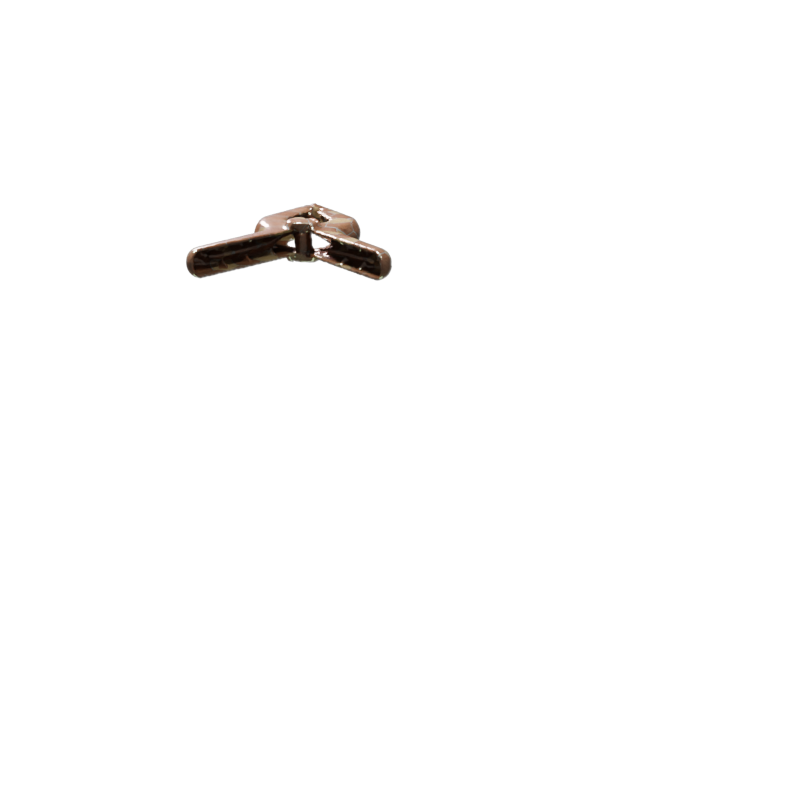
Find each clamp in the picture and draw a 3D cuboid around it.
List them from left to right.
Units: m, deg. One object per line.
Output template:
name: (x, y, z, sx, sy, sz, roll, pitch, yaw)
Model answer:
clamp: (-0.075, -0.138, 0.963, 0.167, 0.035, 0.214, 4, 20, 11)
